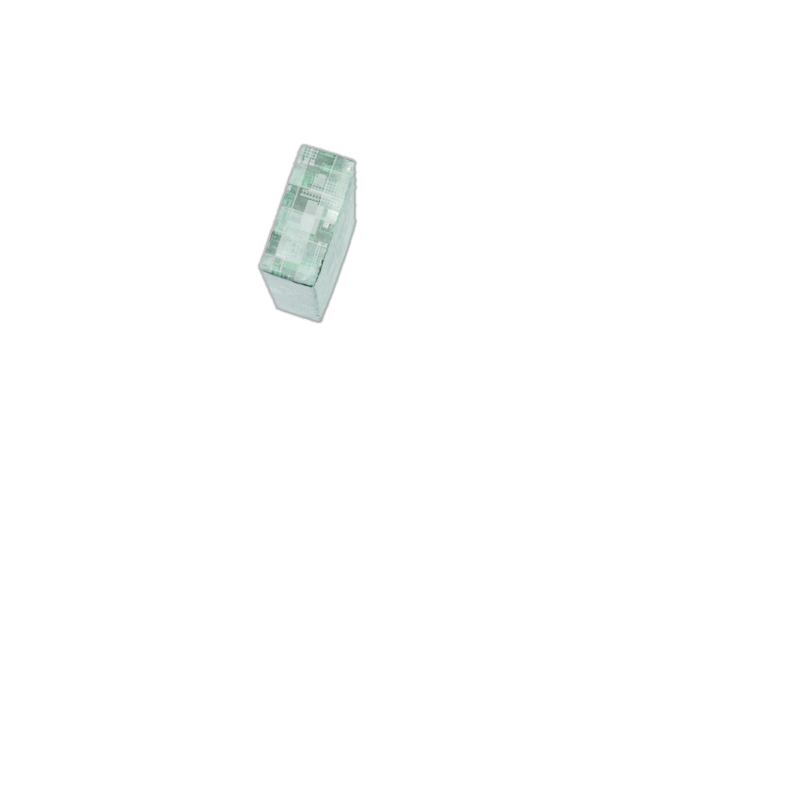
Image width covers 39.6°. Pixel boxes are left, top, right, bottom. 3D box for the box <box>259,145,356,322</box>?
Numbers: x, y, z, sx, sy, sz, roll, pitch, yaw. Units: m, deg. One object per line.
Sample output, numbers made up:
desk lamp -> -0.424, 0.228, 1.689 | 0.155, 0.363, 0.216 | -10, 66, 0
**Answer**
box -> -0.064, -0.116, 0.818 | 0.048, 0.095, 0.174 | 18, -5, -3
